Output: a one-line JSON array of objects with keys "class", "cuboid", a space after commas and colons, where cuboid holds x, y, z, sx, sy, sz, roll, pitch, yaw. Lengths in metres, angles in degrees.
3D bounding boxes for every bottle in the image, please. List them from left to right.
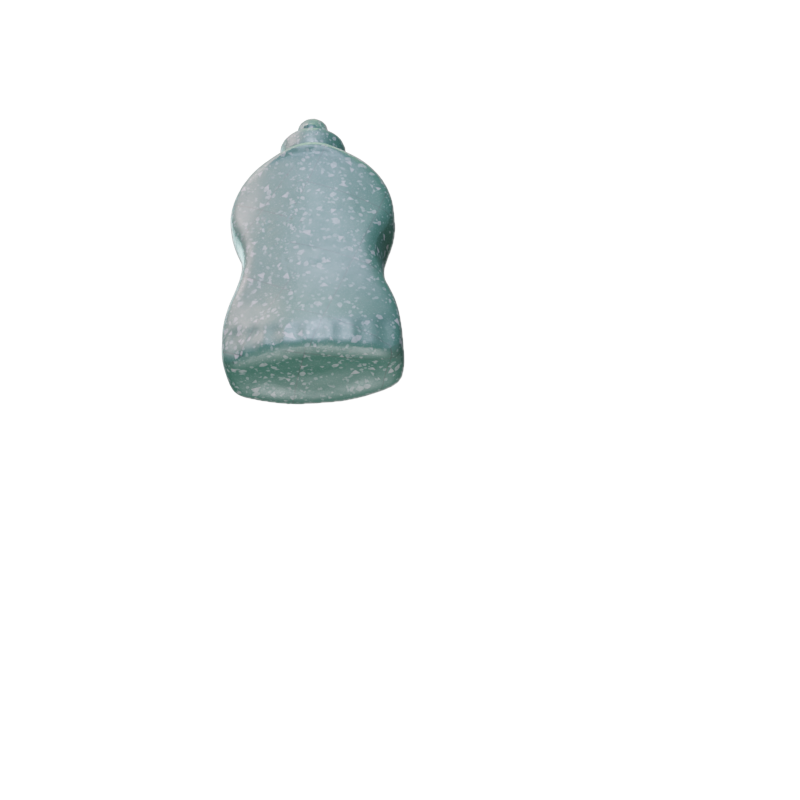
[{"class": "bottle", "cuboid": [-0.050, -0.092, 0.644, 0.096, 0.206, 0.054, -6, -38, 5]}]
